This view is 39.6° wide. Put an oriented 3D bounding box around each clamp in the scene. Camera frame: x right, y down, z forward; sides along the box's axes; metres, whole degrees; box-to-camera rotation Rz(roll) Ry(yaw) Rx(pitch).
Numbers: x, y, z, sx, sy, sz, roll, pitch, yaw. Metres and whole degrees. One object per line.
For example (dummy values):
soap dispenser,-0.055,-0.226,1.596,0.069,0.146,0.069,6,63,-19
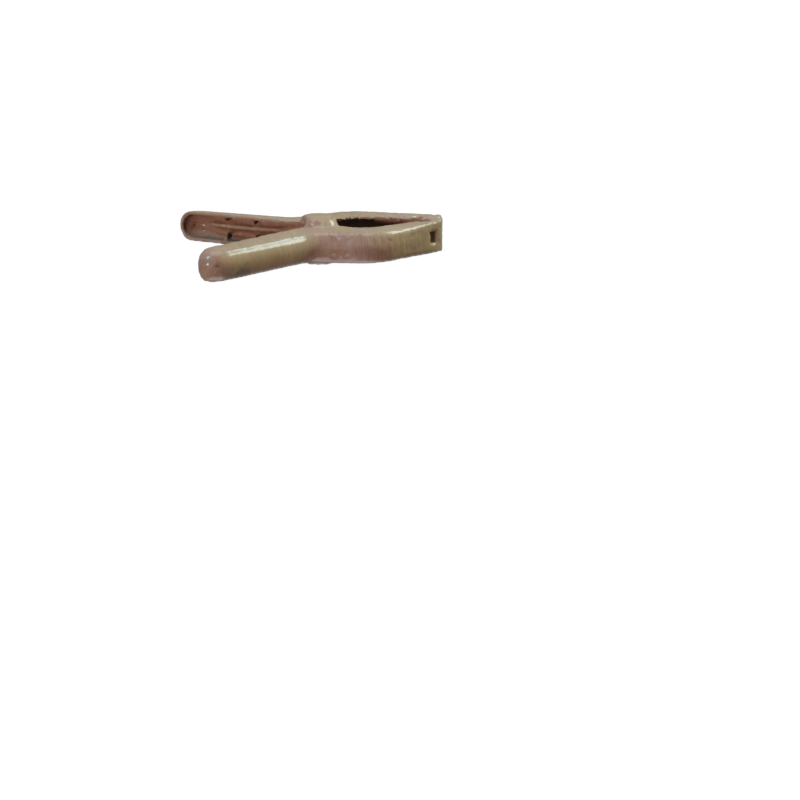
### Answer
clamp,-0.067,-0.122,0.857,0.208,0.035,0.172,-2,20,-6
